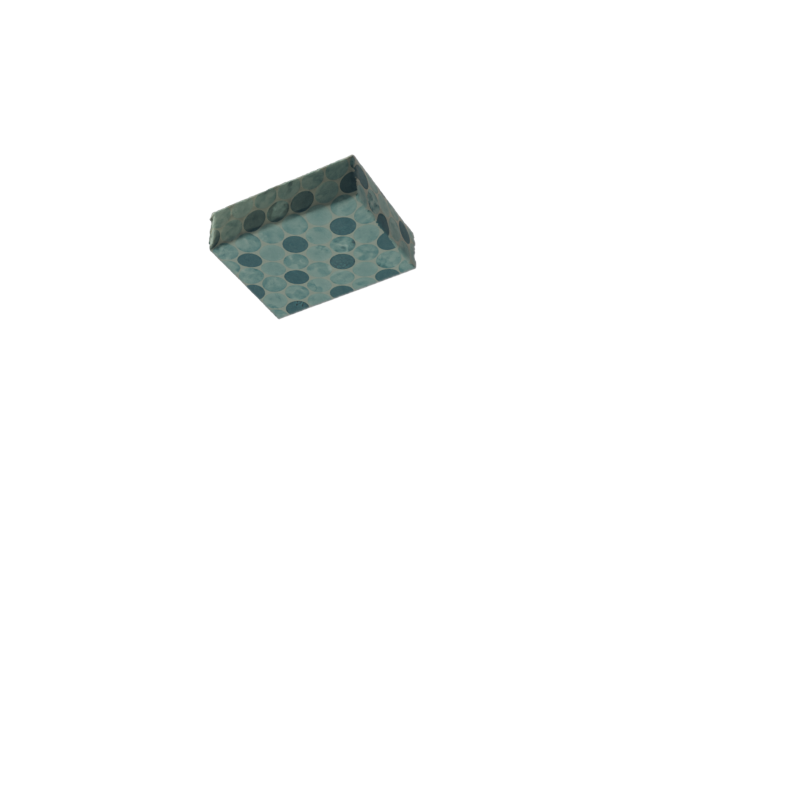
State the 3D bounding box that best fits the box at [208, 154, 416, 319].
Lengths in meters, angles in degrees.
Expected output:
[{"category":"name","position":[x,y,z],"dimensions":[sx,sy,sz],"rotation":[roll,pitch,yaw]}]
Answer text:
[{"category":"box","position":[-0.058,-0.106,0.745],"dimensions":[0.115,0.042,0.083],"rotation":[-17,-38,22]}]
